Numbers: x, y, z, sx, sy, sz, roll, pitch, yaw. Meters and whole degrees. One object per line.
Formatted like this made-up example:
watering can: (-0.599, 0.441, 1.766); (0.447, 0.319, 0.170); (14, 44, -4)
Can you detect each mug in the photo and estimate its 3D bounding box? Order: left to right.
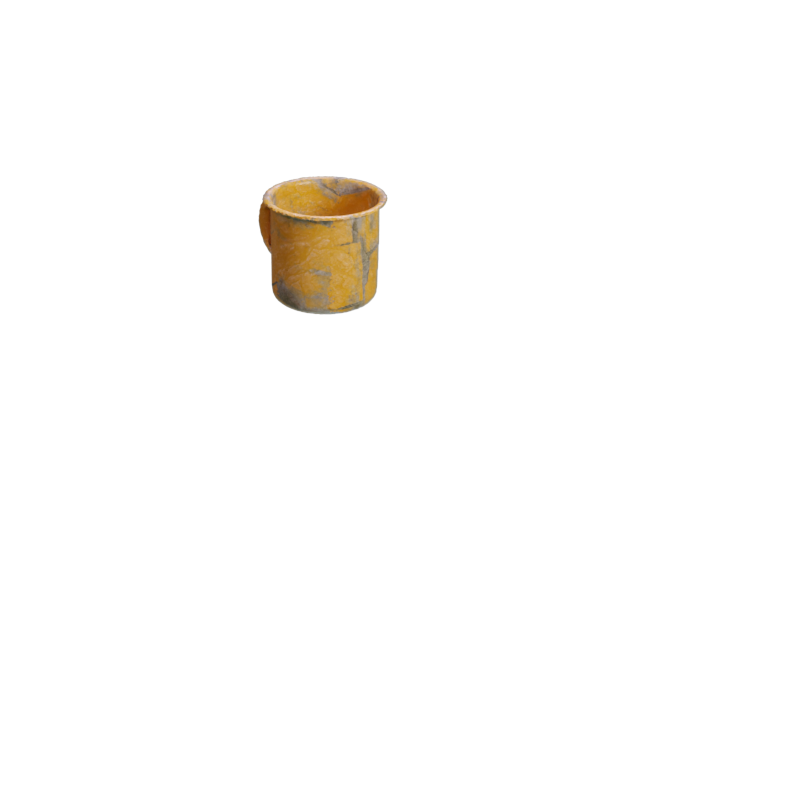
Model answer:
mug: (-0.067, -0.121, 0.850); (0.124, 0.077, 0.093); (23, 34, 36)
